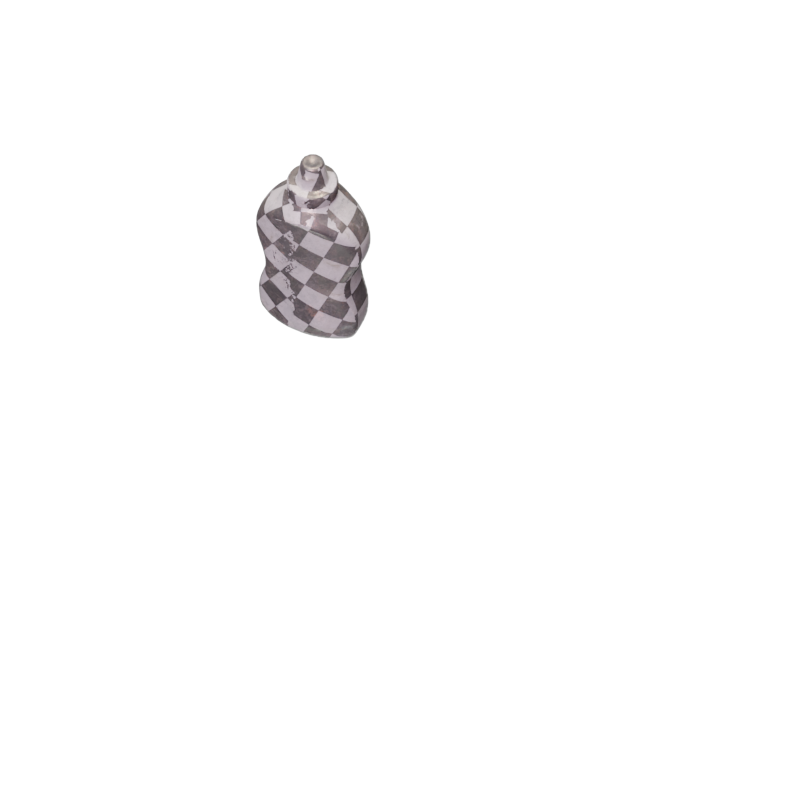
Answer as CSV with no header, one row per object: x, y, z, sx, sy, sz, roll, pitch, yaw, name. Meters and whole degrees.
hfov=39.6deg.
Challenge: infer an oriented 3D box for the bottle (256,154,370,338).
-0.073,-0.132,0.929,0.099,0.060,0.179,23,-34,13,bottle
